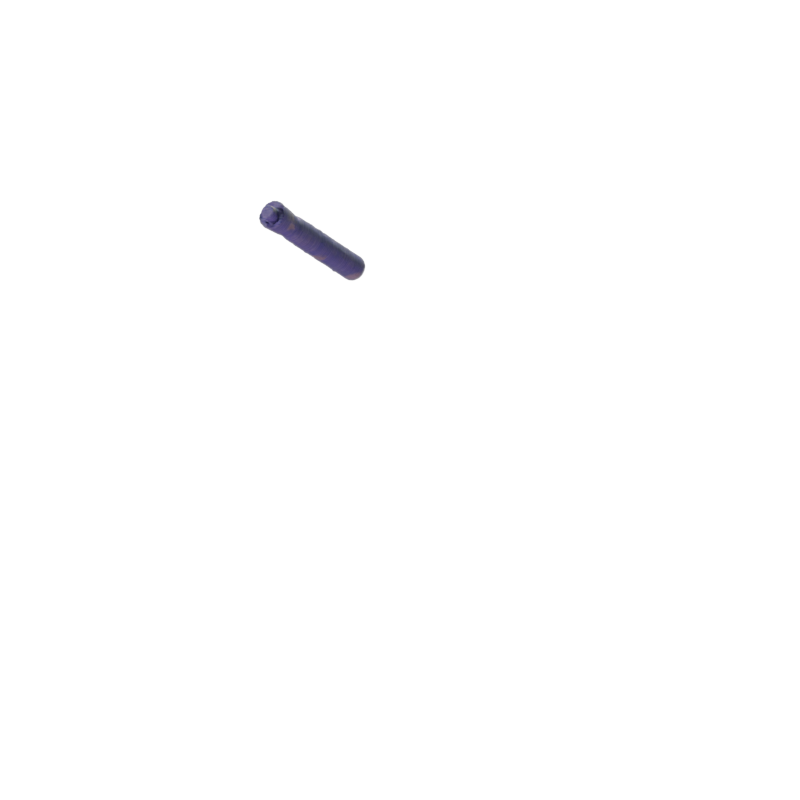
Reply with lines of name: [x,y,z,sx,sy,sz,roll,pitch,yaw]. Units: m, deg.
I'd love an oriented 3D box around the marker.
marker: [-0.058,-0.106,0.745,0.020,0.020,0.114,2,-11,28]
